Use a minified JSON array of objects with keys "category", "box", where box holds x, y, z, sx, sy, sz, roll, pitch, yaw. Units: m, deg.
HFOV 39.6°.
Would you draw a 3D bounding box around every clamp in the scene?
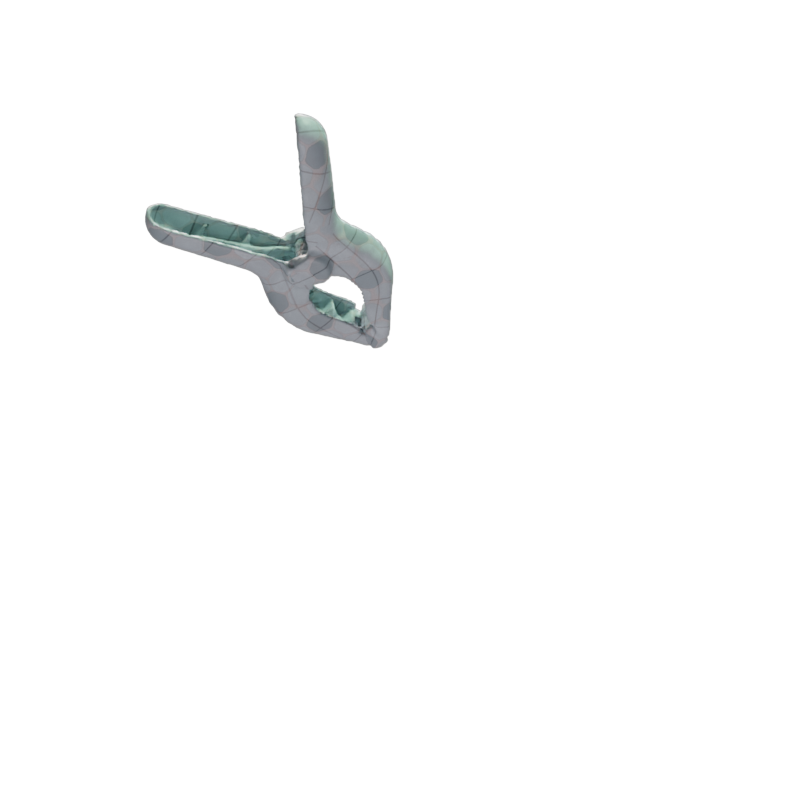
[{"category":"clamp","box":[-0.051,-0.094,0.658,0.119,0.042,0.160,-31,-48,32]}]
